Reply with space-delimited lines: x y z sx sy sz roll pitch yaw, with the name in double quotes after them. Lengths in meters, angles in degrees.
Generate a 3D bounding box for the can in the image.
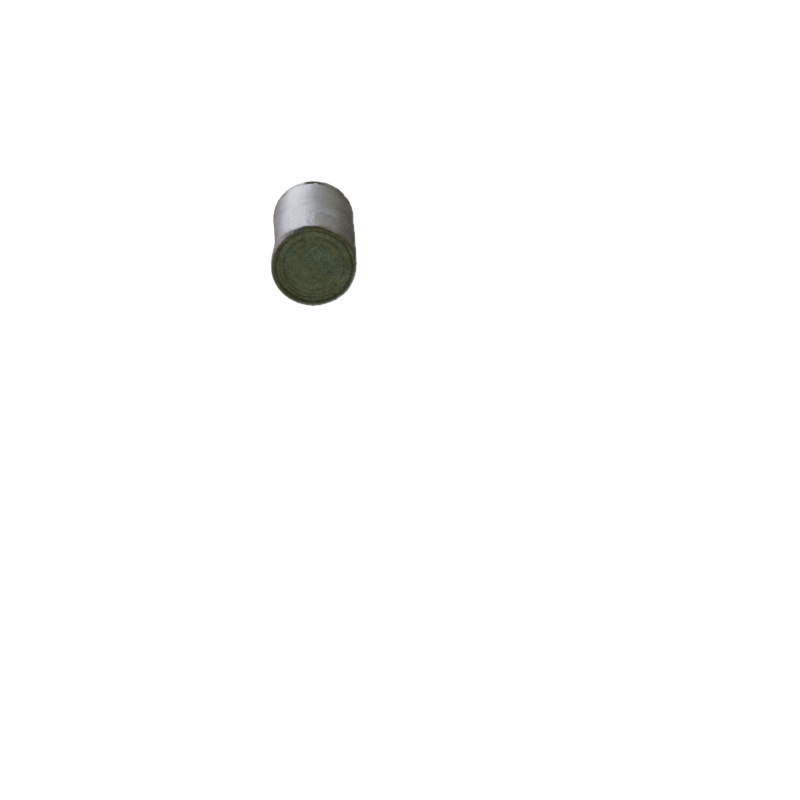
-0.070 -0.127 0.889 0.068 0.065 0.108 0 28 -3 "can"
